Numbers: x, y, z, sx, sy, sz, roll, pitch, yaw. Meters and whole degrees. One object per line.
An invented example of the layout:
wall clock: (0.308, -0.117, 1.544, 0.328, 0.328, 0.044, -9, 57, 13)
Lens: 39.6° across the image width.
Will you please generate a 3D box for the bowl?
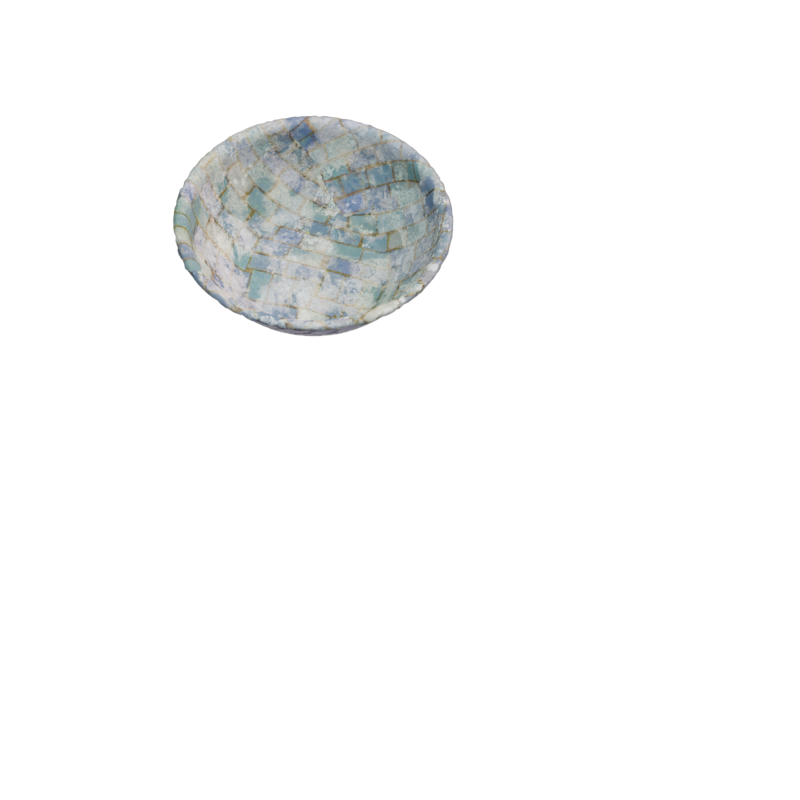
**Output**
bowl: (-0.052, -0.094, 0.660, 0.162, 0.174, 0.051, -1, -35, -1)
